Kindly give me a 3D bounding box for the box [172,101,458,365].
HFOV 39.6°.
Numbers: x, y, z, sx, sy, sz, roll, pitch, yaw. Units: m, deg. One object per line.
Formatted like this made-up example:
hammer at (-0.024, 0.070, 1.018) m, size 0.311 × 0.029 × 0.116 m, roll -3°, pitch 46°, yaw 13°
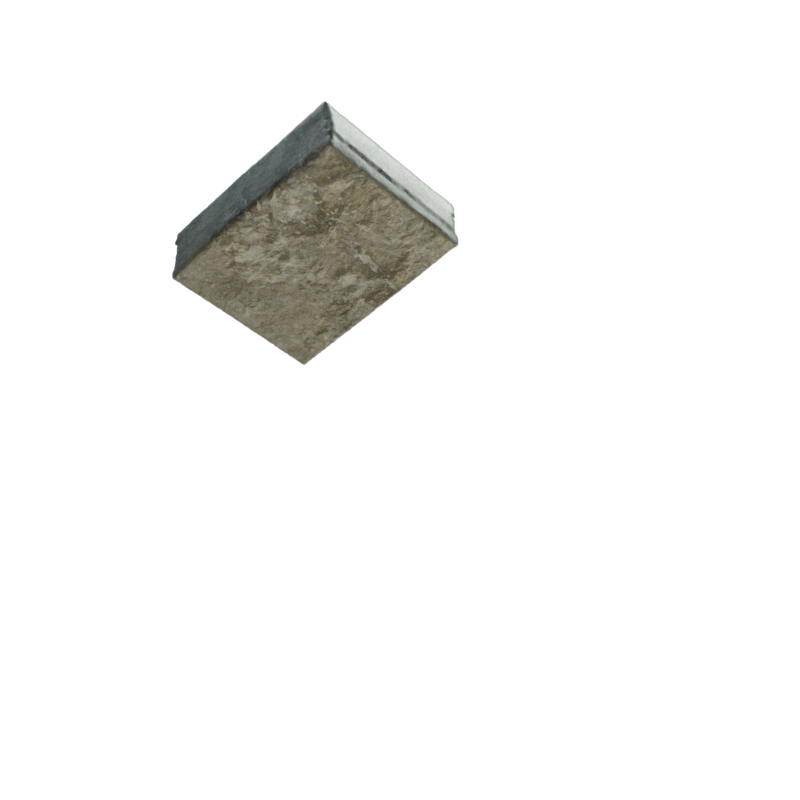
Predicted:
box at (-0.043, -0.078, 0.543) m, size 0.112 × 0.042 × 0.084 m, roll -35°, pitch -55°, yaw 29°
